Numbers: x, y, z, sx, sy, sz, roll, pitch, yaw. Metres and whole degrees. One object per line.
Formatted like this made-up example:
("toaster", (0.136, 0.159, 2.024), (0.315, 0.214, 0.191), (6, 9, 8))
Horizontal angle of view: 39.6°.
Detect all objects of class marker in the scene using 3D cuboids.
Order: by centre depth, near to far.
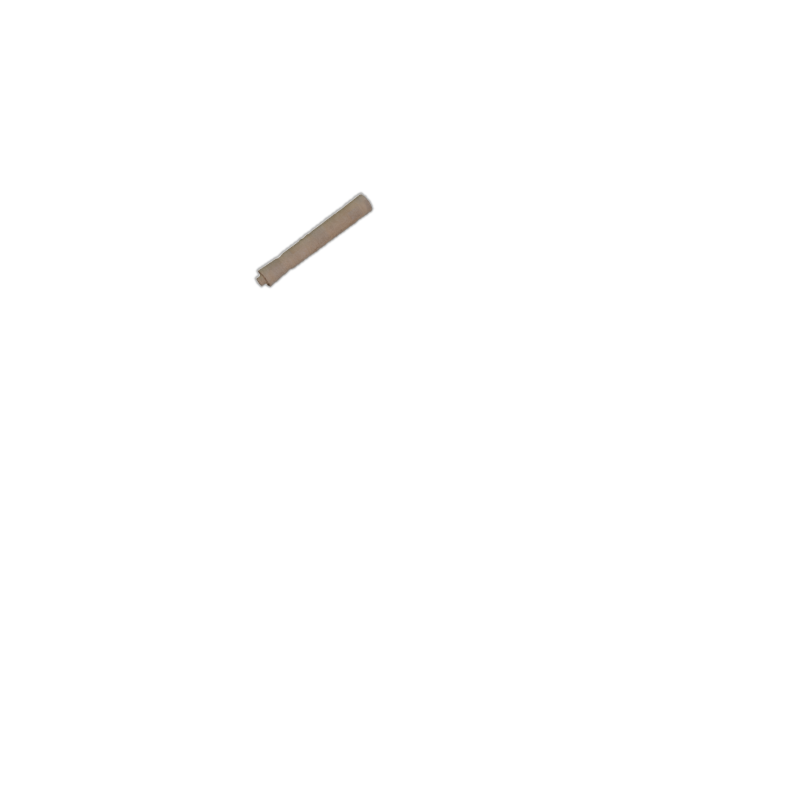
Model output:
("marker", (-0.076, -0.138, 0.967), (0.121, 0.019, 0.020), (-39, 14, -13))
